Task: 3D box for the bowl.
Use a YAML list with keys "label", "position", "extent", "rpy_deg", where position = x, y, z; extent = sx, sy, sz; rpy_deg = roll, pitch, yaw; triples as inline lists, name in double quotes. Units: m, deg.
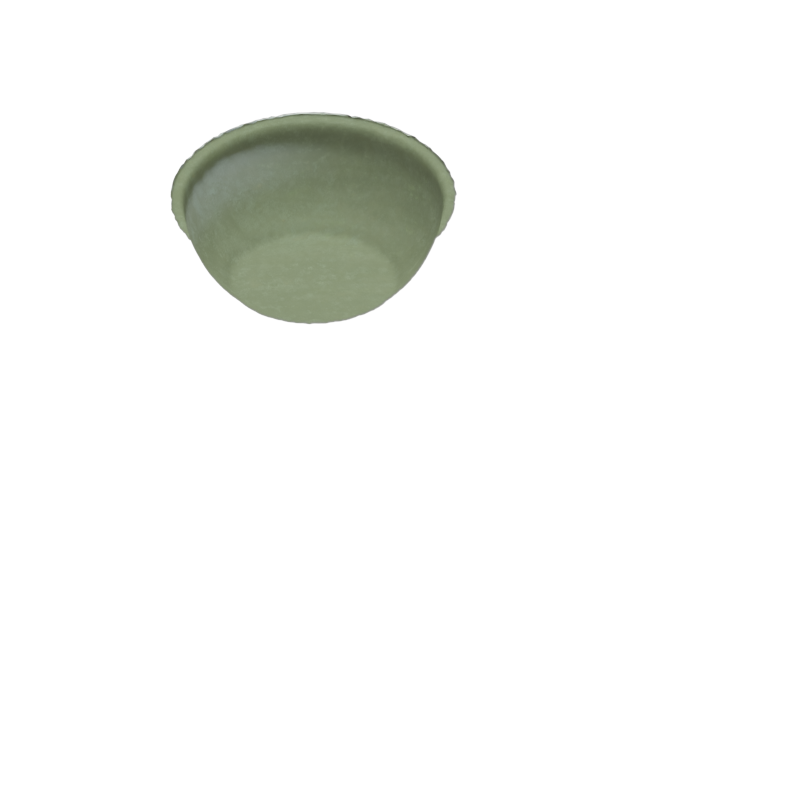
- label: "bowl"
  position: [-0.048, -0.088, 0.617]
  extent: [0.162, 0.059, 0.152]
  rpy_deg: [1, -28, -2]
